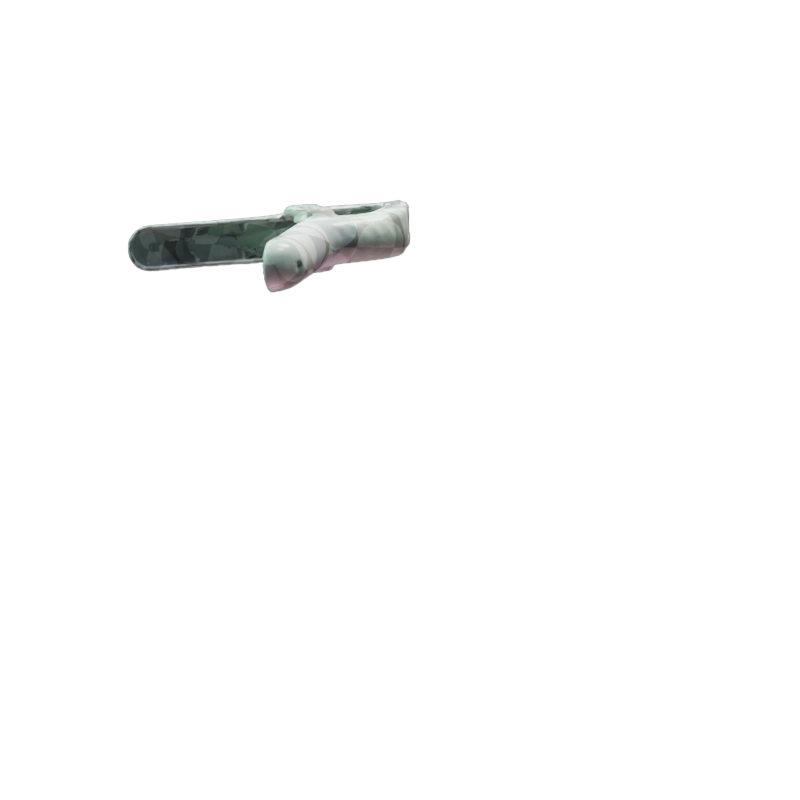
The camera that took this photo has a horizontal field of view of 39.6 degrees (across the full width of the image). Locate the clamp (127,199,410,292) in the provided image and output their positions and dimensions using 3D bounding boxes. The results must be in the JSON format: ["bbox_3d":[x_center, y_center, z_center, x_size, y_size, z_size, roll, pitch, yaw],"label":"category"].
[{"bbox_3d":[-0.047,-0.086,0.603,0.168,0.038,0.128,-17,27,-36],"label":"clamp"}]
